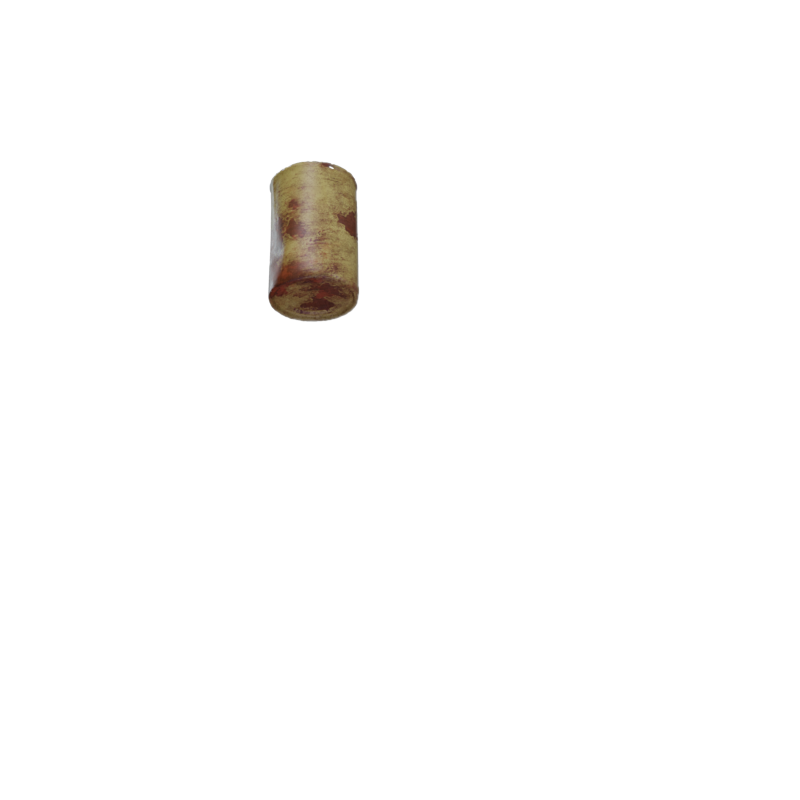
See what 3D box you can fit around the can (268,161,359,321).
[{"bbox_3d":[-0.065,-0.119,0.831,0.068,0.109,0.064,0,-30,-2],"label":"can"}]
